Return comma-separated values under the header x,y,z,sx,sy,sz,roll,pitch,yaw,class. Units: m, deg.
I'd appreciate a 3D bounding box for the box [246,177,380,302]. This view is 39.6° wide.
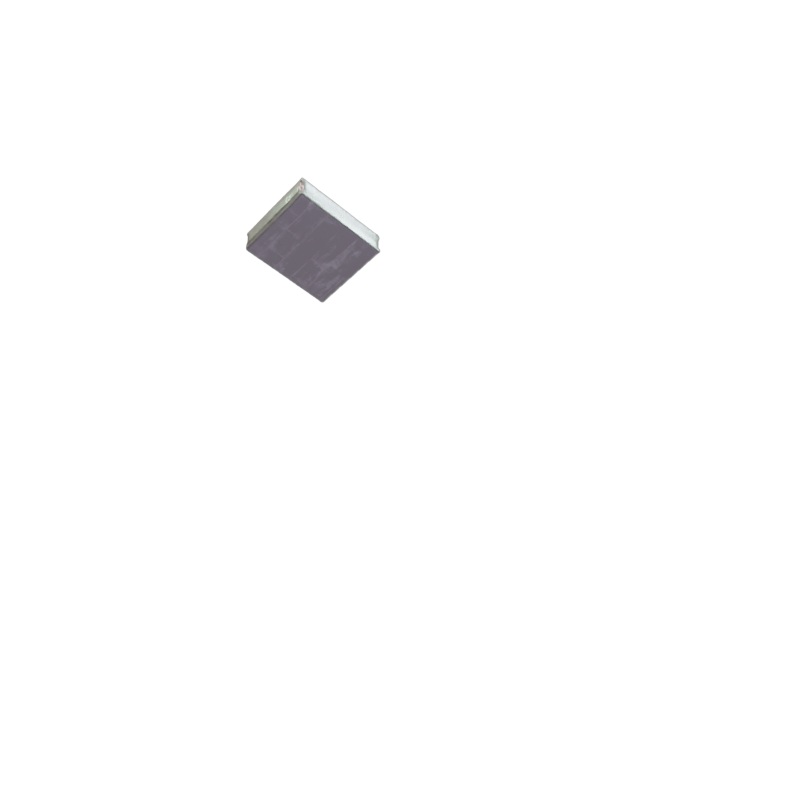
x,y,z,sx,sy,sz,roll,pitch,yaw,class
-0.073,-0.133,0.931,0.085,0.072,0.032,35,29,-24,box
